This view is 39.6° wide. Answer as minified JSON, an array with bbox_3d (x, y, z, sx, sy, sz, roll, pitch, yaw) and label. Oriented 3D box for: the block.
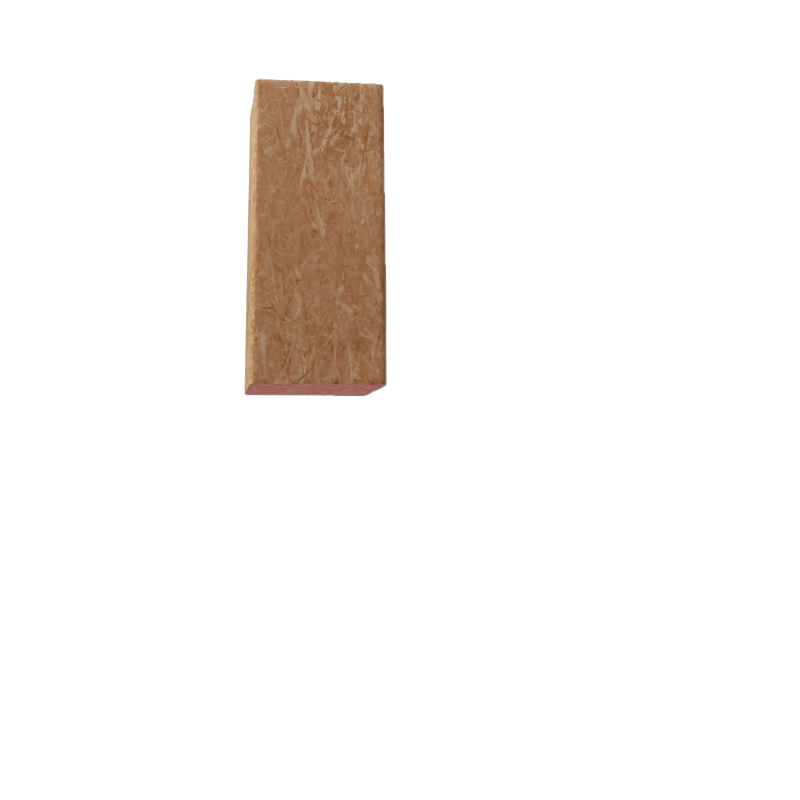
[{"bbox_3d":[-0.060,-0.110,0.774,0.090,0.212,0.088,1,-11,-8],"label":"block"}]
